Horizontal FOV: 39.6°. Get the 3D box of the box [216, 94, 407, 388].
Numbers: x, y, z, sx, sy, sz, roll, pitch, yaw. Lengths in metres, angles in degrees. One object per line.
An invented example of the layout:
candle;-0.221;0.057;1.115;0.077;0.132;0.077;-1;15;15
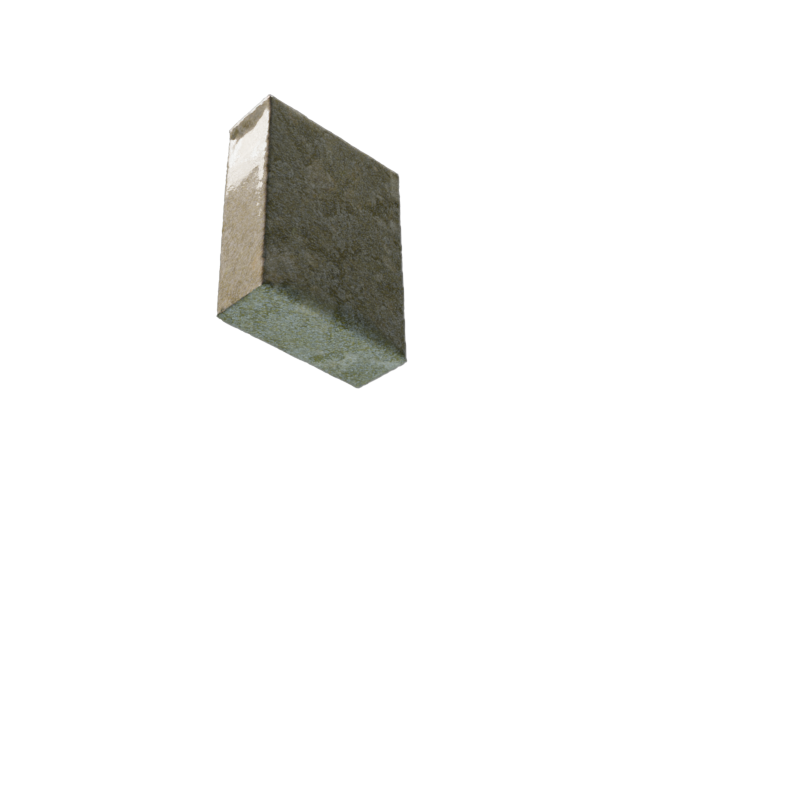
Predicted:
box;-0.076;-0.139;0.974;0.154;0.229;0.071;26;-45;-35
